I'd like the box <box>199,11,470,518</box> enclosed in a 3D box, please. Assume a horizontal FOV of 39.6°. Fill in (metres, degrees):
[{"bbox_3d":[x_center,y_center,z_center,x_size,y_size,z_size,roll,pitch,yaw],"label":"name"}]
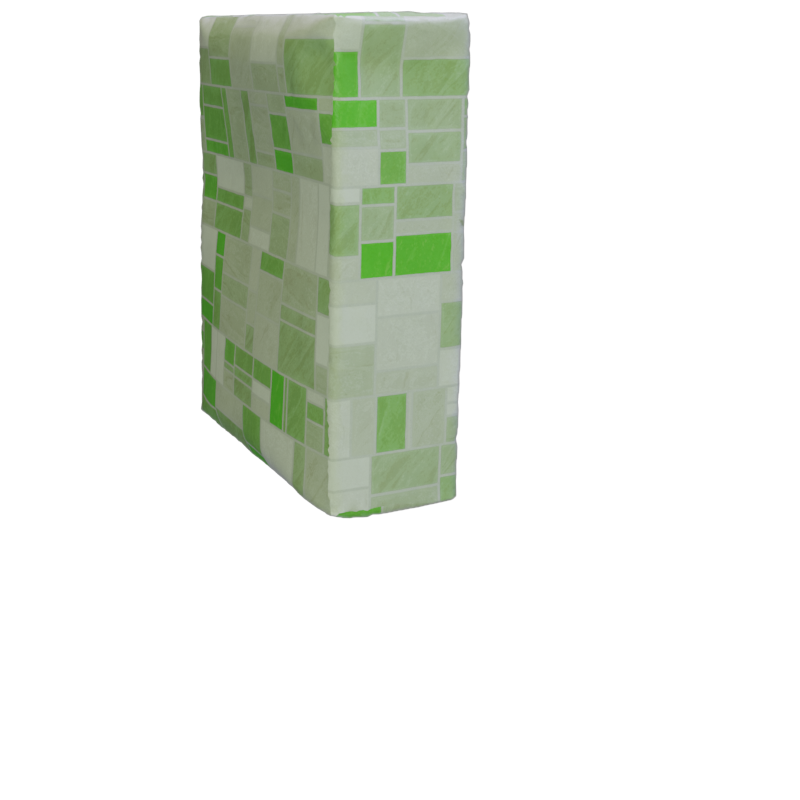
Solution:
[{"bbox_3d":[-0.041,-0.075,0.528,0.070,0.208,0.173,-5,15,-28],"label":"box"}]
